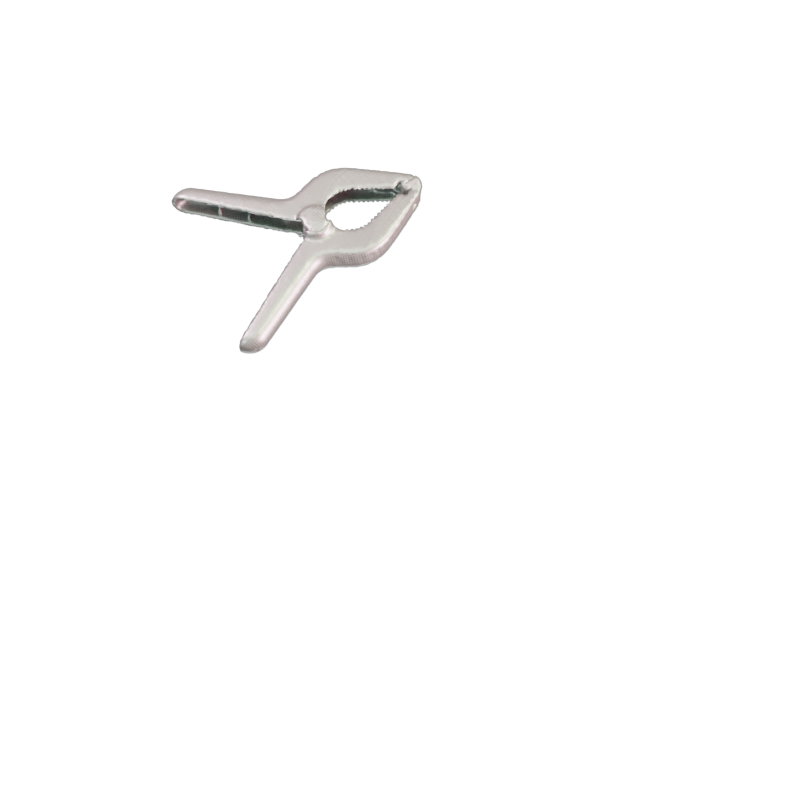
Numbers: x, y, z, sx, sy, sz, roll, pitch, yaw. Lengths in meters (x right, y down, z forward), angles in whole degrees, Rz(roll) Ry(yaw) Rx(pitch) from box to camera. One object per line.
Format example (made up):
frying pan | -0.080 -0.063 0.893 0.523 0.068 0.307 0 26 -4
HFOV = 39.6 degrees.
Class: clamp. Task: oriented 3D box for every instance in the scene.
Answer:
clamp | -0.074 -0.134 0.942 0.209 0.175 0.034 -17 -25 -8
